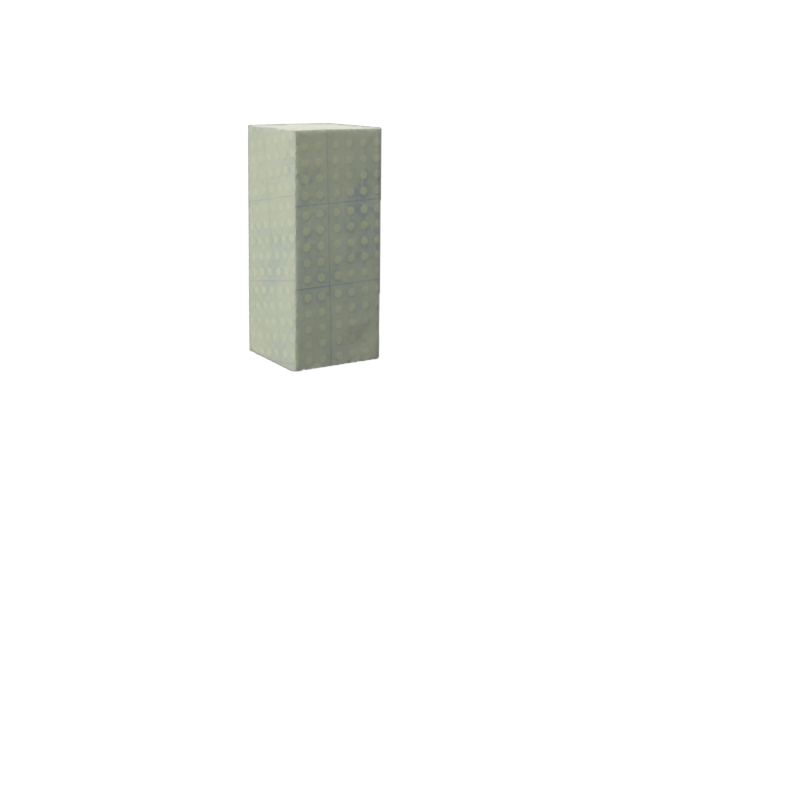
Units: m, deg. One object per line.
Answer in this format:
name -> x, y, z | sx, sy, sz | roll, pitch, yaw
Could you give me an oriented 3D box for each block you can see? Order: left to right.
block -> -0.077, -0.141, 0.988 | 0.088, 0.201, 0.095 | -6, 13, -32
